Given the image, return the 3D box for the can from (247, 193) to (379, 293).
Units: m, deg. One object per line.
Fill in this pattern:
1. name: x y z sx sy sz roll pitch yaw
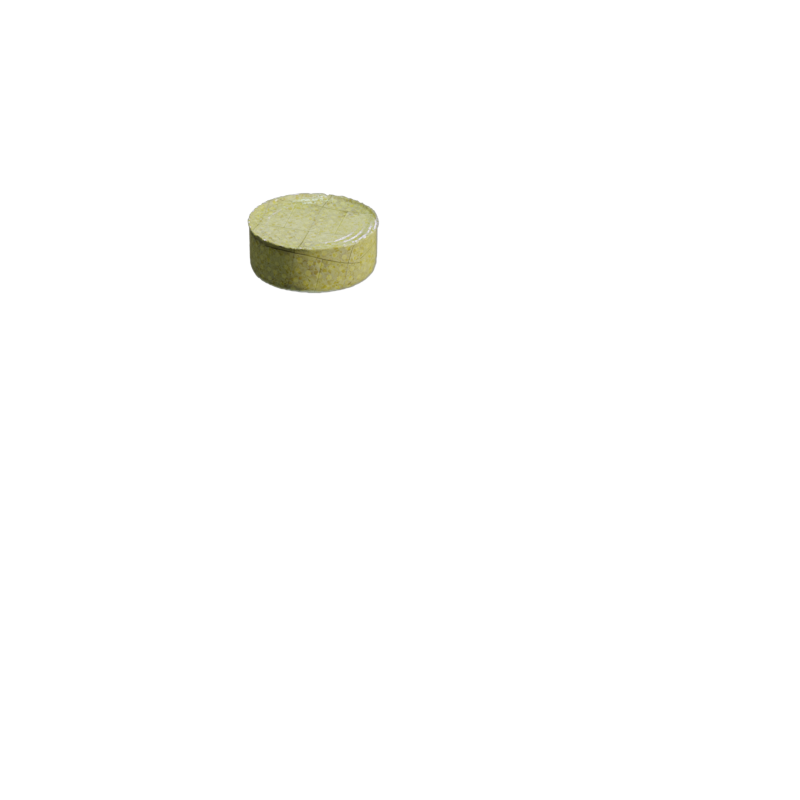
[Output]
1. can: -0.057 -0.104 0.730 0.086 0.032 0.091 -1 32 -2
